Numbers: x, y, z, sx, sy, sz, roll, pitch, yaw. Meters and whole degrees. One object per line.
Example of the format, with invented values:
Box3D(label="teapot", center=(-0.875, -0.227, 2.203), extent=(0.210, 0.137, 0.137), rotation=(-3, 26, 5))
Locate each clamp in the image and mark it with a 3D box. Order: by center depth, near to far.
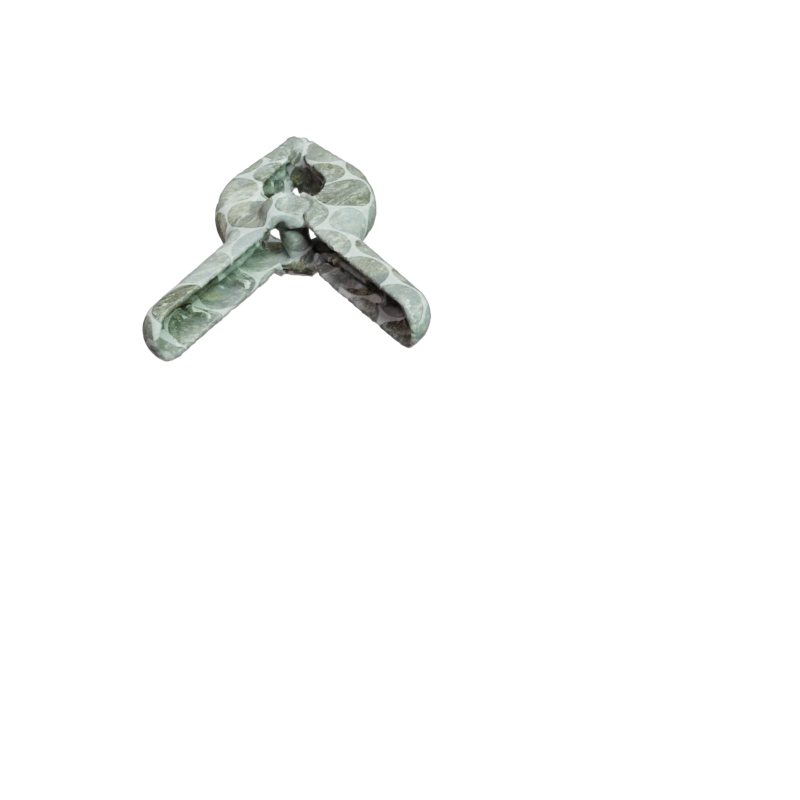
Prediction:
Box3D(label="clamp", center=(-0.041, -0.074, 0.520), extent=(0.121, 0.037, 0.182), rotation=(5, 40, 6))
